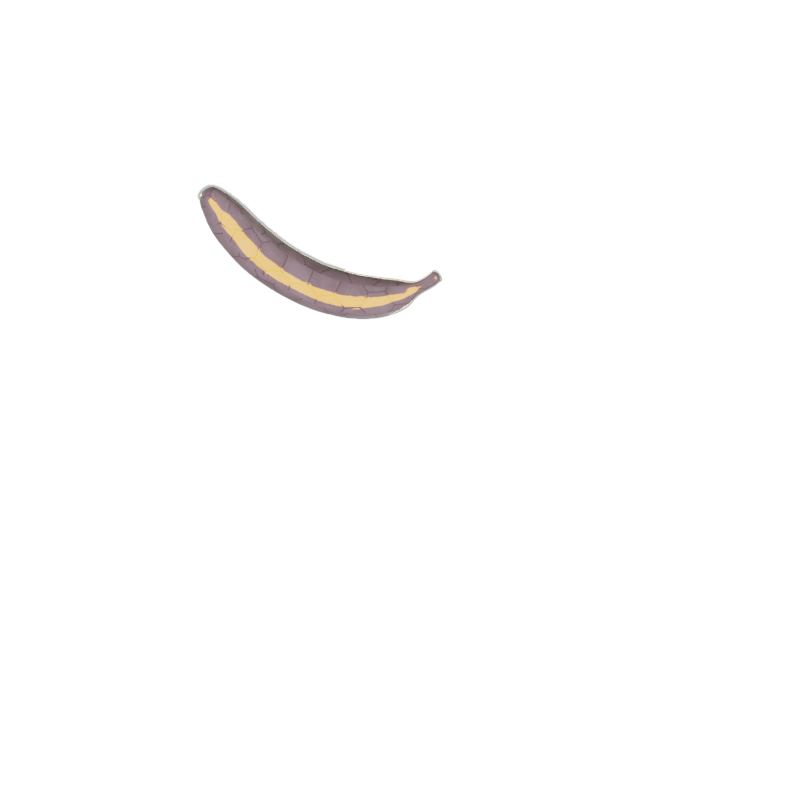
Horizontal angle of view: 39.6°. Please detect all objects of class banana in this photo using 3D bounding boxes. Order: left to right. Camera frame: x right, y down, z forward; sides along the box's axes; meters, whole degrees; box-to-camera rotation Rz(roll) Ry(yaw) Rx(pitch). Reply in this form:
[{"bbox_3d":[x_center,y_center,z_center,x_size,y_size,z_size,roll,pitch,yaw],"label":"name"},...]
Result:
[{"bbox_3d":[-0.071,-0.107,0.869,0.195,0.067,0.038,19,20,-7],"label":"banana"}]
